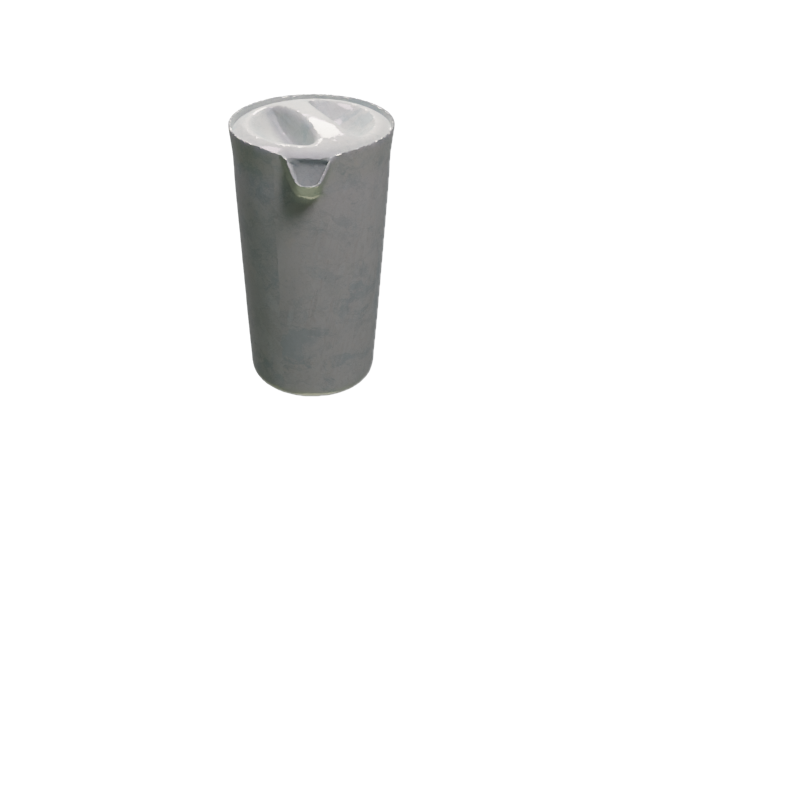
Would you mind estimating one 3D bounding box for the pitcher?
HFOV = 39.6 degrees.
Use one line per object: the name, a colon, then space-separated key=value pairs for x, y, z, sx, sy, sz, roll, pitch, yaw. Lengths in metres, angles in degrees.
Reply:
pitcher: x=-0.074 y=-0.136 z=0.950 sx=0.154 sy=0.229 sz=0.149 roll=27 pitch=39 yaw=35
